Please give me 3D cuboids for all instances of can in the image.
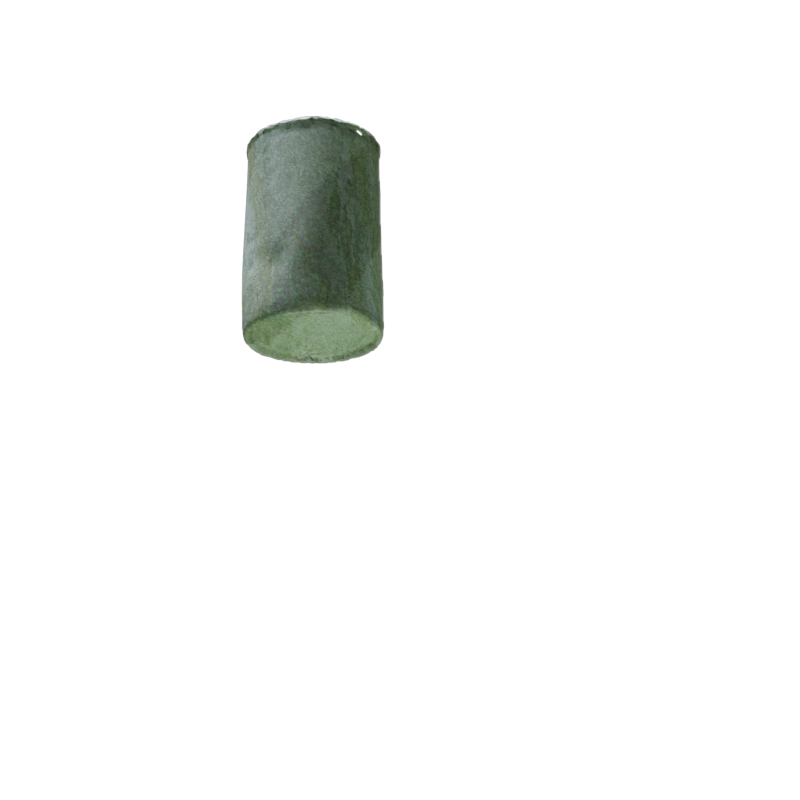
[{"bbox_3d":[-0.042,-0.077,0.537,0.068,0.108,0.065,0,-24,-2],"label":"can"}]
